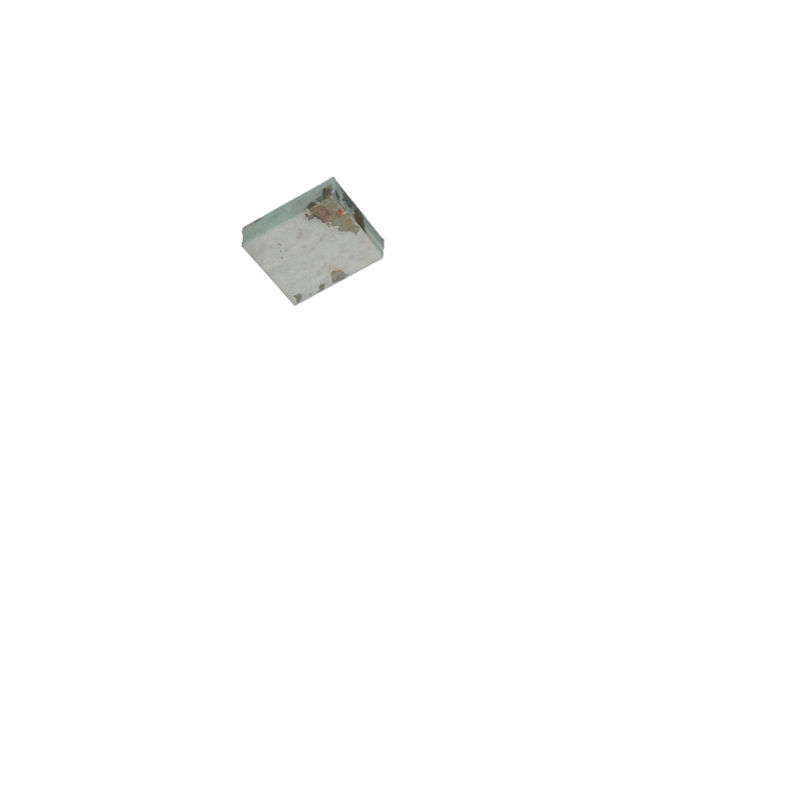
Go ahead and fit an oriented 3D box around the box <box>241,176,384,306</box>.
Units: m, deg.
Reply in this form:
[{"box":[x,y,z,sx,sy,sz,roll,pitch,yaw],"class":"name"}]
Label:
[{"box":[-0.068,-0.124,0.869,0.089,0.068,0.032,-27,34,20],"class":"box"}]
